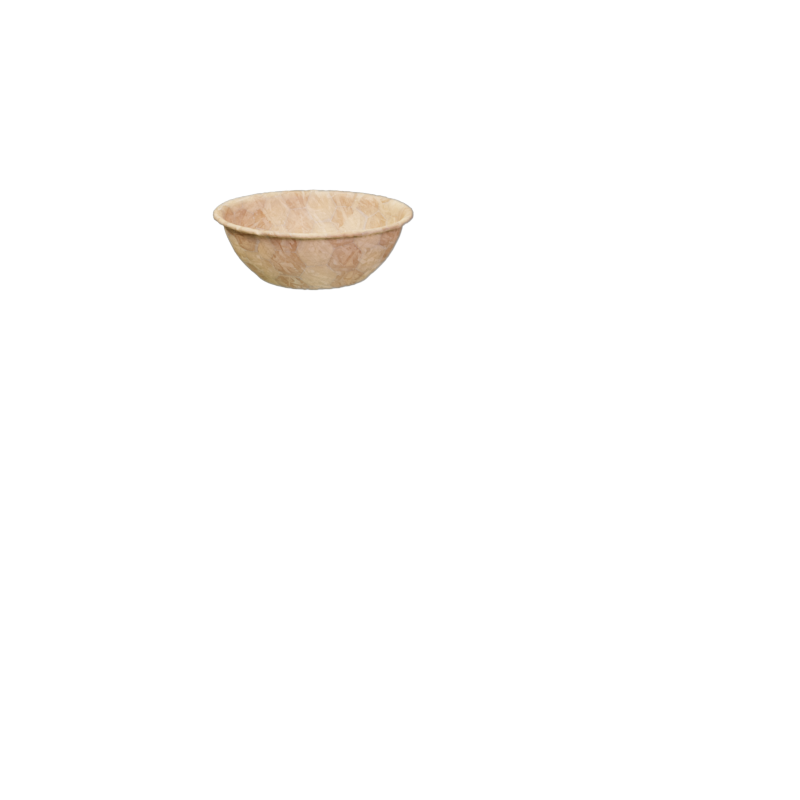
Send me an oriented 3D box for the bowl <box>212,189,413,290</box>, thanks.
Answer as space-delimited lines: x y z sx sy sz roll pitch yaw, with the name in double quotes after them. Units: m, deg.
-0.070 -0.128 0.899 0.162 0.053 0.169 -1 22 -2 "bowl"
